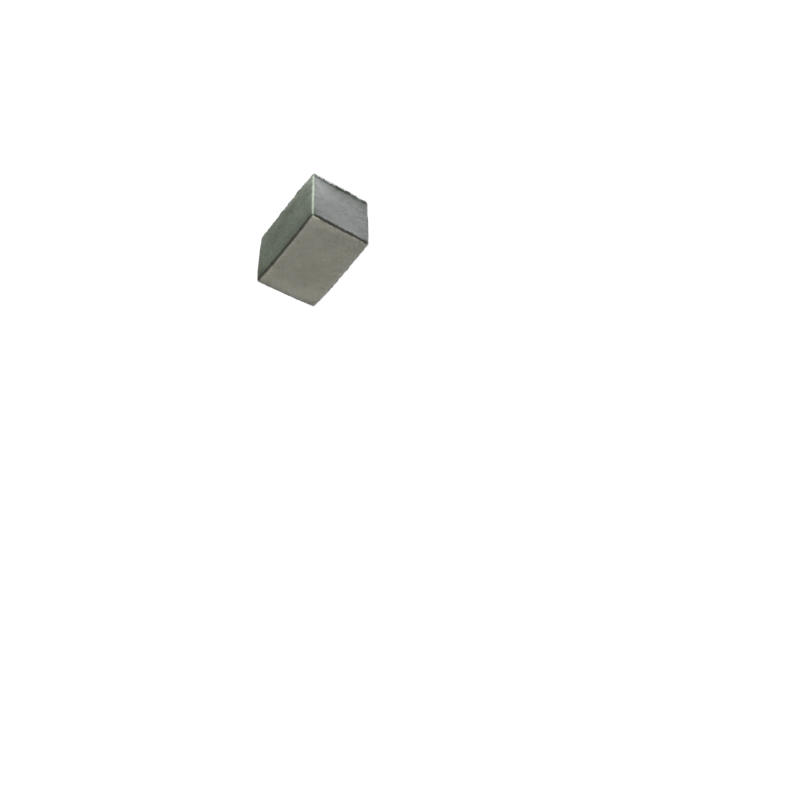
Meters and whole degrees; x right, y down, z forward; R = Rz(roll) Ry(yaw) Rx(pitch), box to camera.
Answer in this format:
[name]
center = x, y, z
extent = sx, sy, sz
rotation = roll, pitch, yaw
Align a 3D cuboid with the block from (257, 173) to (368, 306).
[block]
center = -0.066, -0.120, 0.843
extent = 0.050, 0.055, 0.076
rotation = 27, -54, -25
